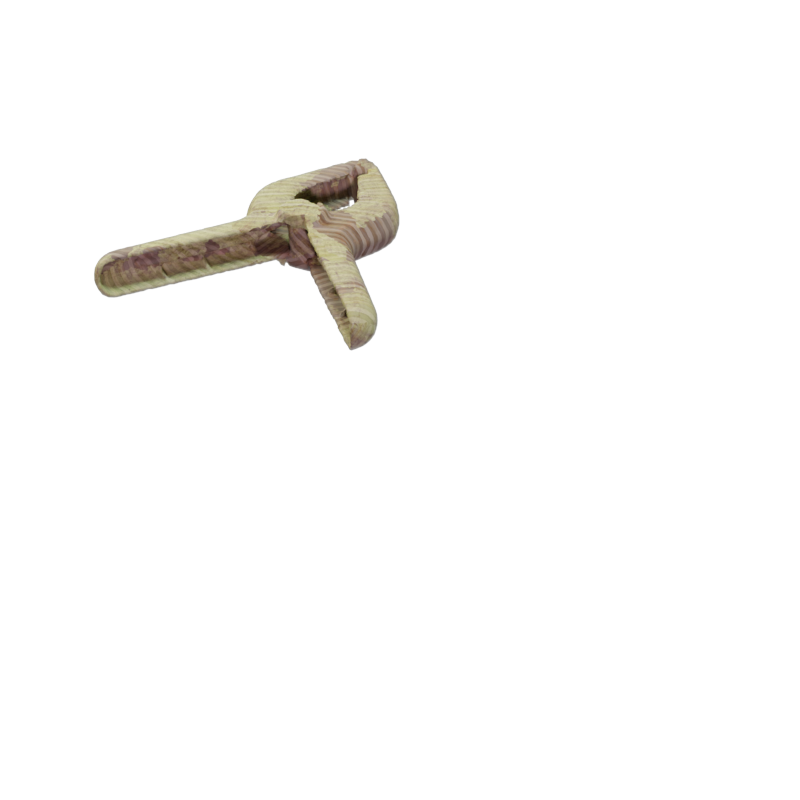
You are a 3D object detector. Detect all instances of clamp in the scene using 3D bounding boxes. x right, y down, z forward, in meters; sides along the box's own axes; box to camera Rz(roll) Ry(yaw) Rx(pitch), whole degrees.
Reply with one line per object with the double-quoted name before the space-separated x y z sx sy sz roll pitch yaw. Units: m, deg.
"clamp" -0.051 -0.093 0.649 0.172 0.034 0.213 16 35 25
